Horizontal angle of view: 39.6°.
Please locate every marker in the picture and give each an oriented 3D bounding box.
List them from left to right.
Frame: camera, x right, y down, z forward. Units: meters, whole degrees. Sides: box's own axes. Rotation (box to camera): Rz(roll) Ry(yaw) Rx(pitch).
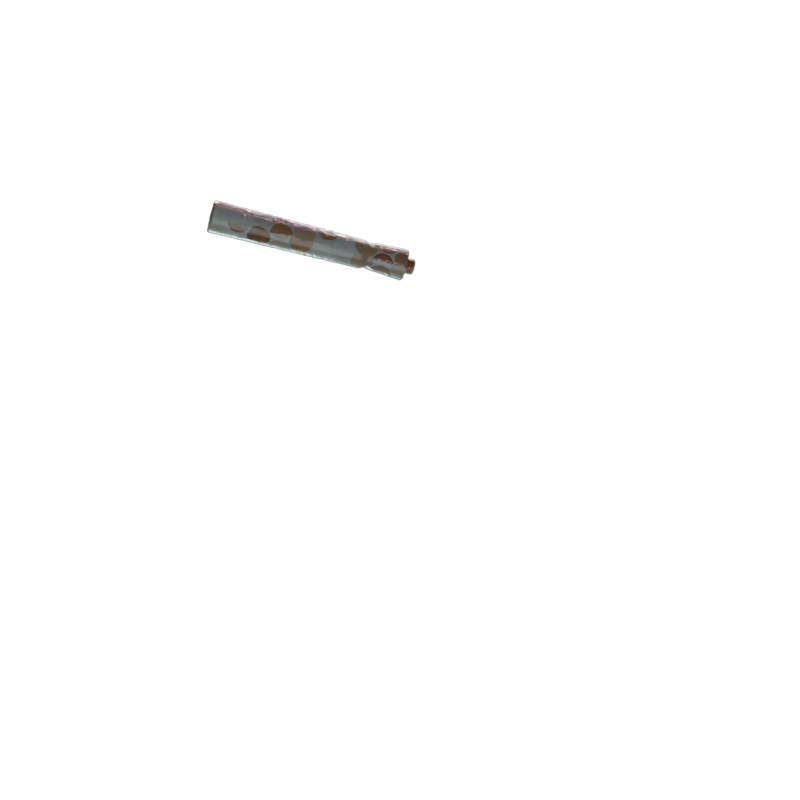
[{"bbox_3d":[-0.050,-0.091,0.634,0.119,0.020,0.020,13,2,-8],"label":"marker"}]
